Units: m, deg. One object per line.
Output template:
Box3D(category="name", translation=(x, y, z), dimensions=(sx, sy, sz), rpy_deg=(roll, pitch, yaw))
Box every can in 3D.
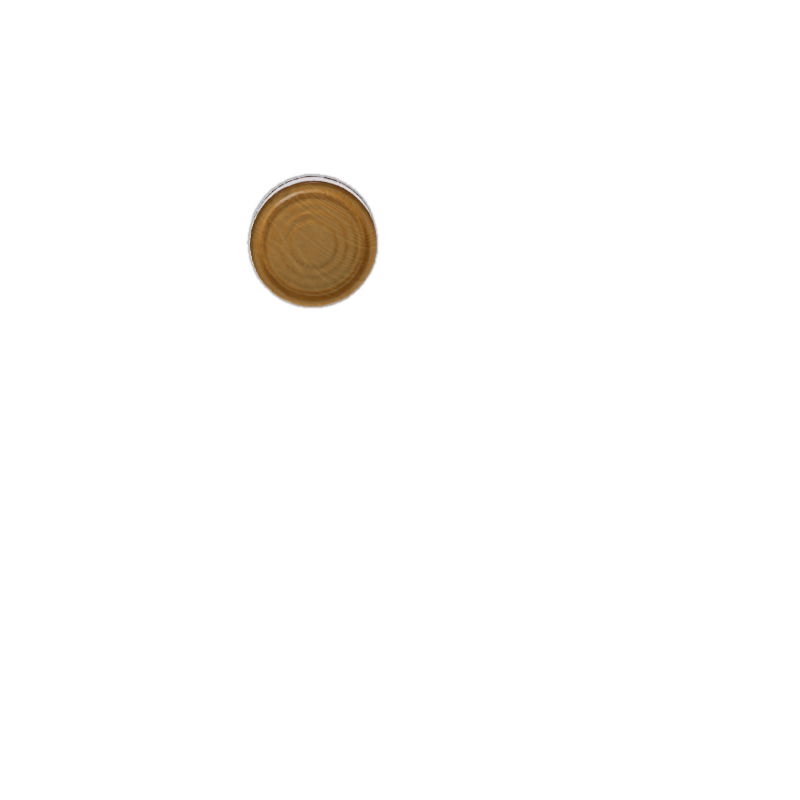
Box3D(category="can", translation=(-0.058, -0.105, 0.737), dimensions=(0.086, 0.084, 0.034), rpy_deg=(0, 10, -1))
